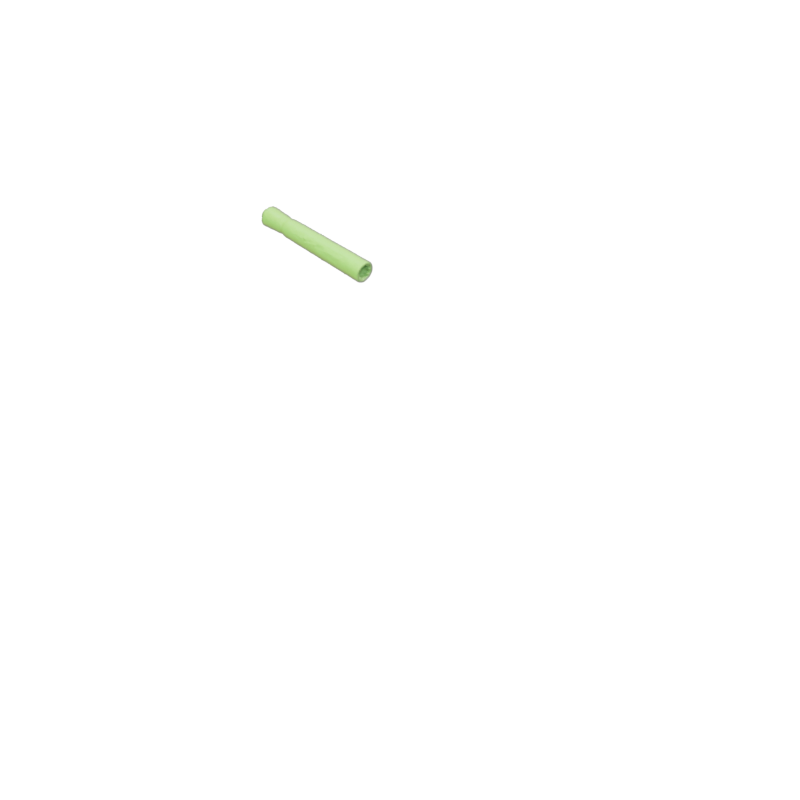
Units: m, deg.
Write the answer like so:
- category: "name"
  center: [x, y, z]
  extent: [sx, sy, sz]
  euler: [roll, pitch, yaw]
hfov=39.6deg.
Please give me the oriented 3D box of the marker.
- category: "marker"
  center: [-0.072, -0.131, 0.920]
  extent: [0.129, 0.019, 0.019]
  euler: [34, 24, 35]
